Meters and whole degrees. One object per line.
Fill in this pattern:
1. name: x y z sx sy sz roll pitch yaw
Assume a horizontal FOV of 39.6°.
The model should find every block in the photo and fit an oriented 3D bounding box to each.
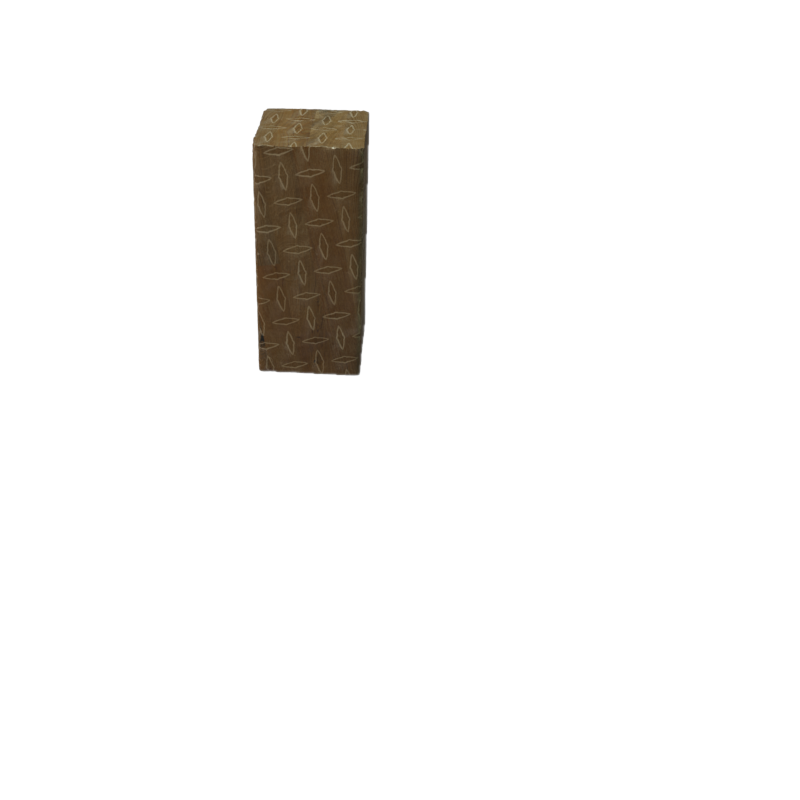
1. block: -0.074 -0.134 0.936 0.090 0.194 0.096 3 29 1
